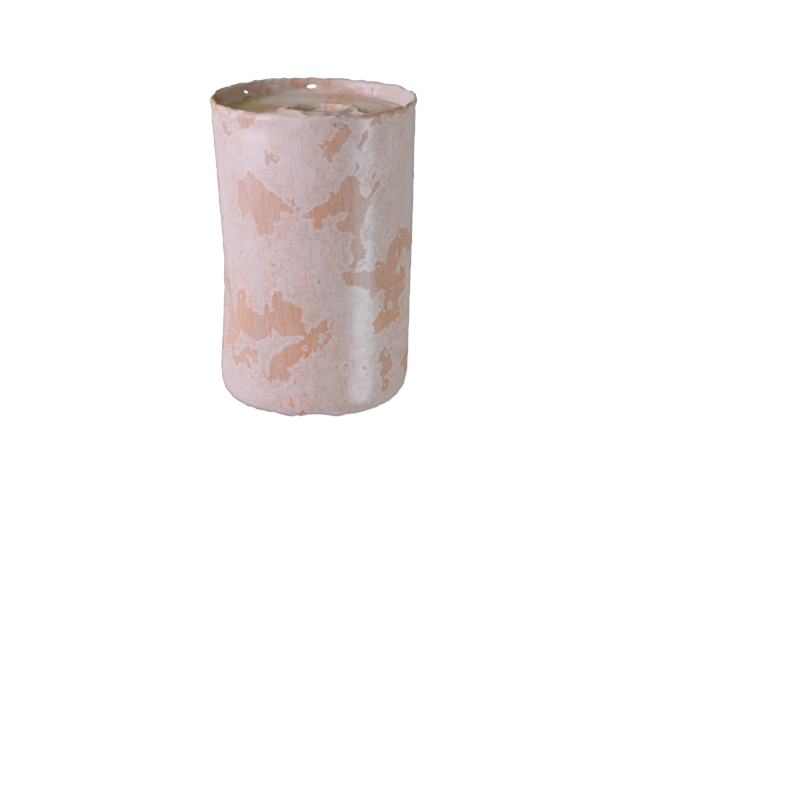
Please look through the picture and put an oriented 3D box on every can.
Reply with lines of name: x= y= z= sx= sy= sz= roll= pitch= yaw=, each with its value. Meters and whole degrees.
can: x=-0.030 y=-0.054 z=0.379 sx=0.068 sy=0.098 sz=0.072 roll=0 pitch=21 yaw=-2
